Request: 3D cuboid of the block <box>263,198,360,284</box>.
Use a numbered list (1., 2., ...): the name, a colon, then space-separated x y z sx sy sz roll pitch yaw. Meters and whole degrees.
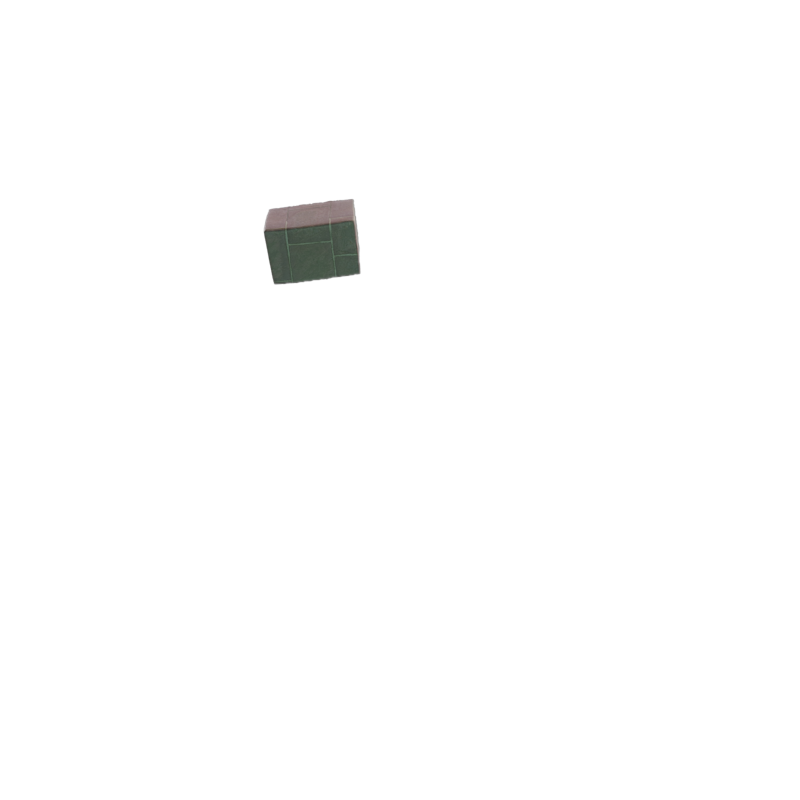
1. block: -0.075 -0.137 0.956 0.078 0.050 0.054 -6 28 2
